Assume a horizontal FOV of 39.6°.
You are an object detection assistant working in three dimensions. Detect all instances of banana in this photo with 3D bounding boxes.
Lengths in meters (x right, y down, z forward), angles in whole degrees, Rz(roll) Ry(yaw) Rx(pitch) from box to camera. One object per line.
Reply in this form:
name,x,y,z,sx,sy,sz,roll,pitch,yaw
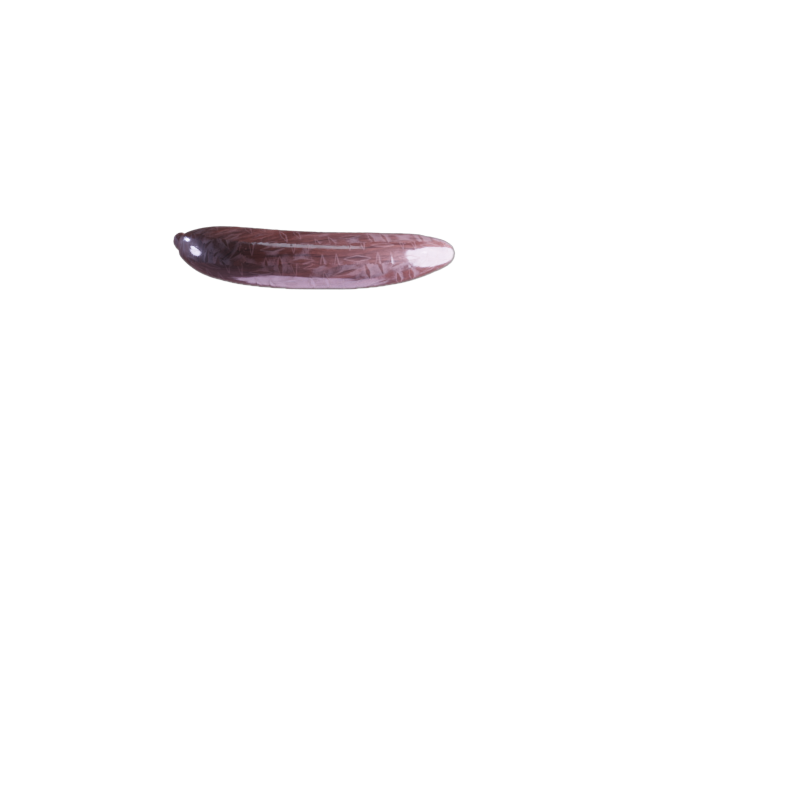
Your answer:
banana,-0.065,-0.098,0.735,0.201,0.035,0.072,6,29,10
